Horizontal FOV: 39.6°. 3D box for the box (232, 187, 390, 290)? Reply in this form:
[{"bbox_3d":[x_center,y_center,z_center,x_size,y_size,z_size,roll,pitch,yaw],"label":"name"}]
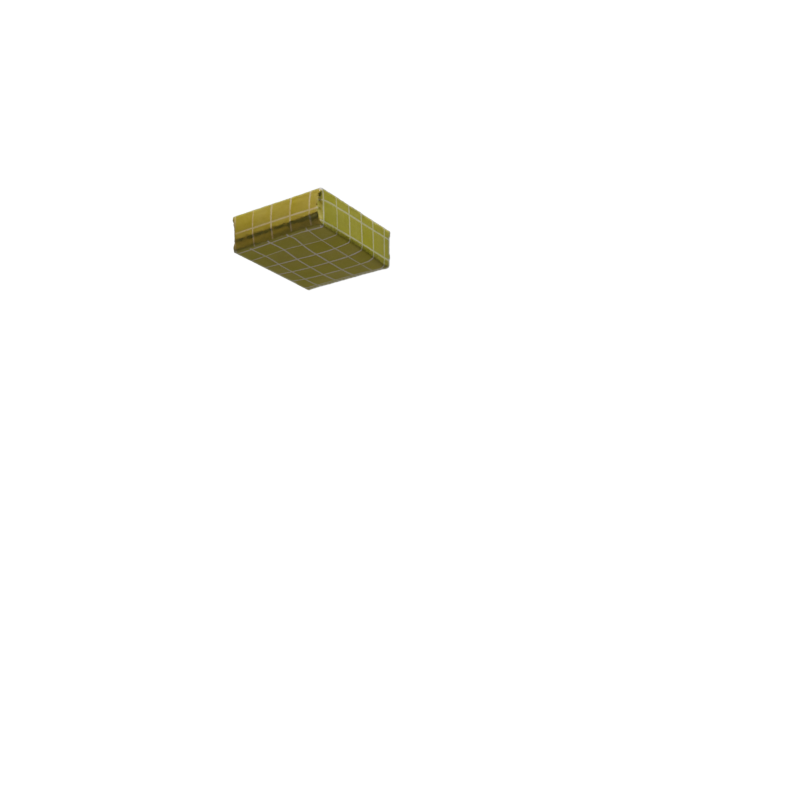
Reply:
[{"bbox_3d":[-0.073,-0.134,0.936,0.091,0.041,0.106,-12,-22,30],"label":"box"}]
